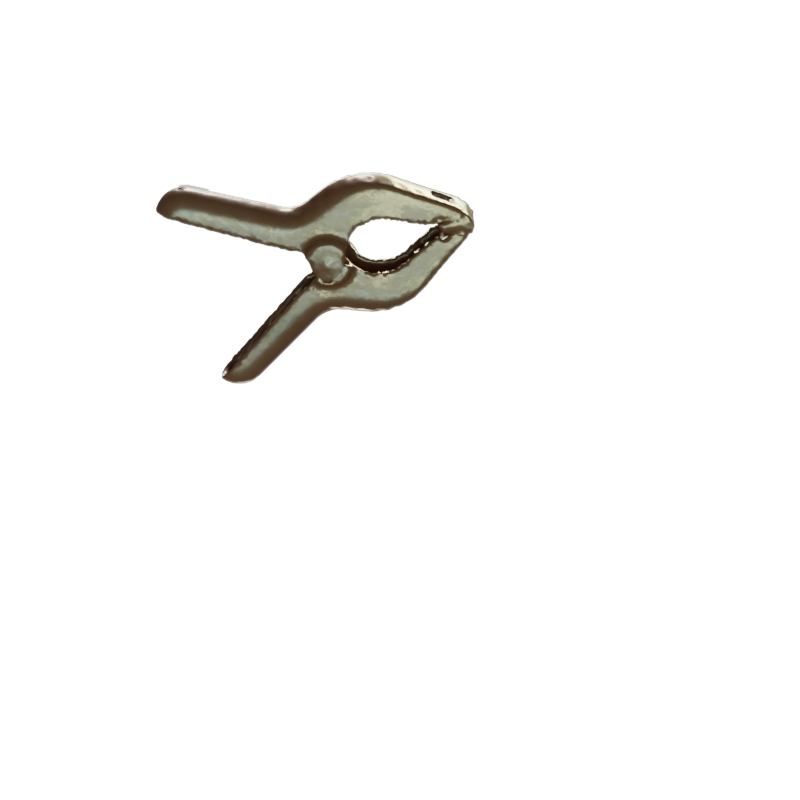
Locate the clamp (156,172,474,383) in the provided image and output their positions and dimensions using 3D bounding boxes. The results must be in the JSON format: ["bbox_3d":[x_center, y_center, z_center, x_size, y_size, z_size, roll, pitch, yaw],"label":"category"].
[{"bbox_3d":[-0.048,-0.088,0.613,0.172,0.113,0.041,-24,24,11],"label":"clamp"}]
